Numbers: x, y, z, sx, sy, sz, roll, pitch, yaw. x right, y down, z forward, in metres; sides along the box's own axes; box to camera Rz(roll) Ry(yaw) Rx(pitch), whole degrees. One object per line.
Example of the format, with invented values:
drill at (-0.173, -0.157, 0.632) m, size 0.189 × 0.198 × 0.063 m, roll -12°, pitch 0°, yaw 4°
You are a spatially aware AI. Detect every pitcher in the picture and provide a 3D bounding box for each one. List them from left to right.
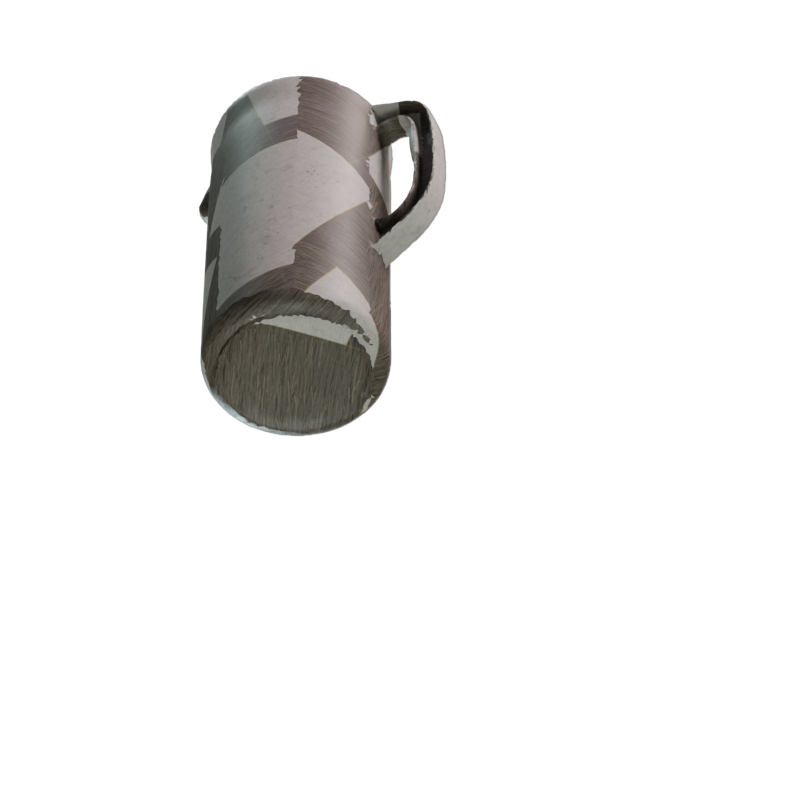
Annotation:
pitcher at (-0.056, -0.101, 0.710) m, size 0.142 × 0.142 × 0.260 m, roll 13°, pitch 38°, yaw -14°
